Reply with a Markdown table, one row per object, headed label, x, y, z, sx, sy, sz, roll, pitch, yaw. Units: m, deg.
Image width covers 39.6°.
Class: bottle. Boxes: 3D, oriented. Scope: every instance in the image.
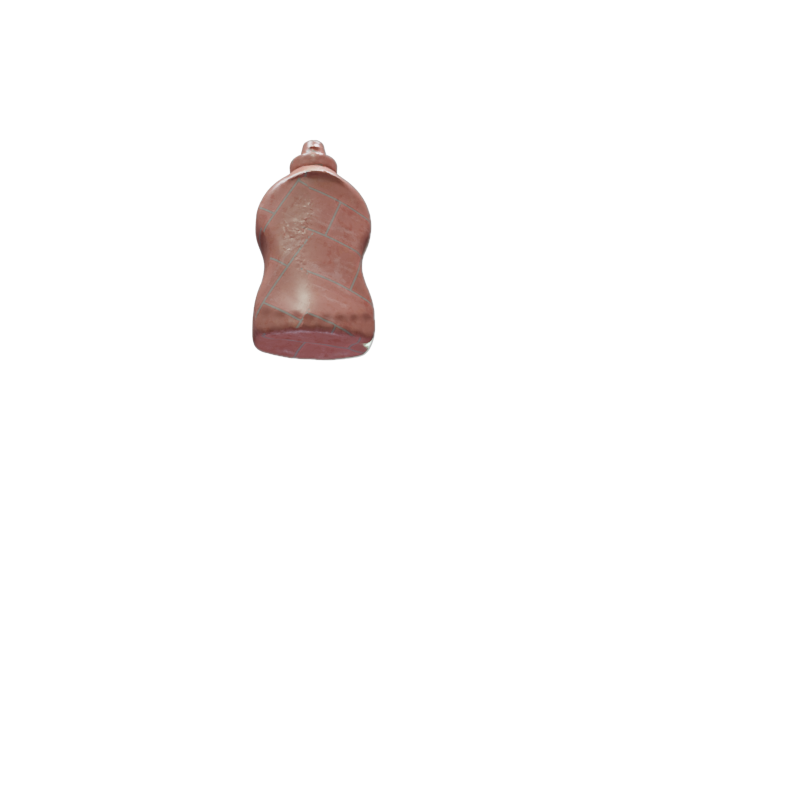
| label | x | y | z | sx | sy | sz | roll | pitch | yaw |
| --- | --- | --- | --- | --- | --- | --- | --- | --- | --- |
| bottle | -0.072 | -0.131 | 0.915 | 0.095 | 0.203 | 0.055 | 1 | -28 | -6 |
